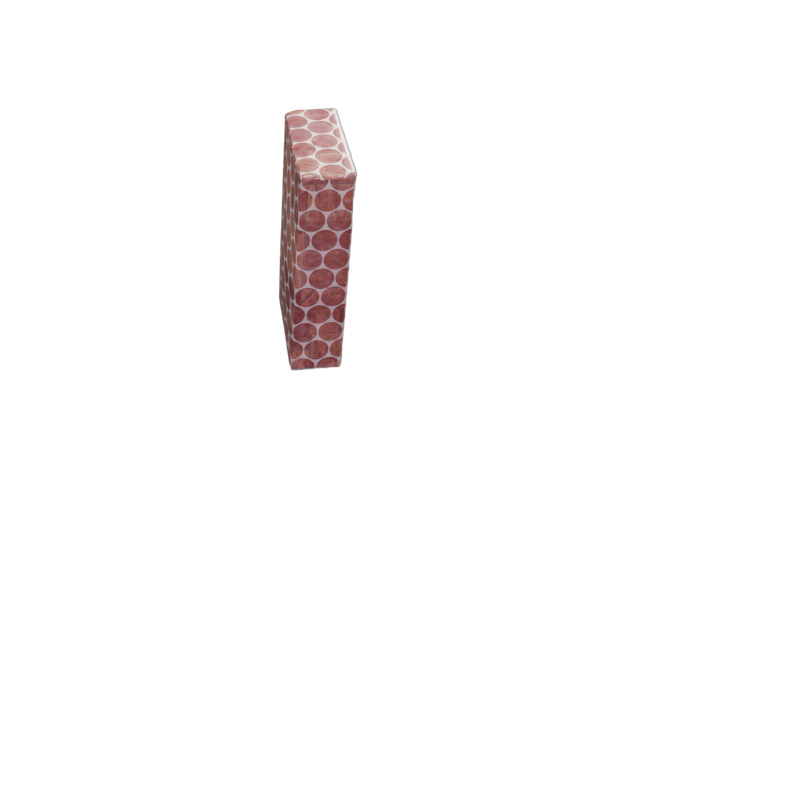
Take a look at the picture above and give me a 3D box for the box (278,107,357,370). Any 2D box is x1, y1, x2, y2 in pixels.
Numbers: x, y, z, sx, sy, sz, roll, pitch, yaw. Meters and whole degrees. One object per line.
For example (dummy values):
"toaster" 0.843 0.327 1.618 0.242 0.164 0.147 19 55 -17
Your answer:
"box" -0.064 -0.117 0.819 0.048 0.165 0.101 -5 40 -10
